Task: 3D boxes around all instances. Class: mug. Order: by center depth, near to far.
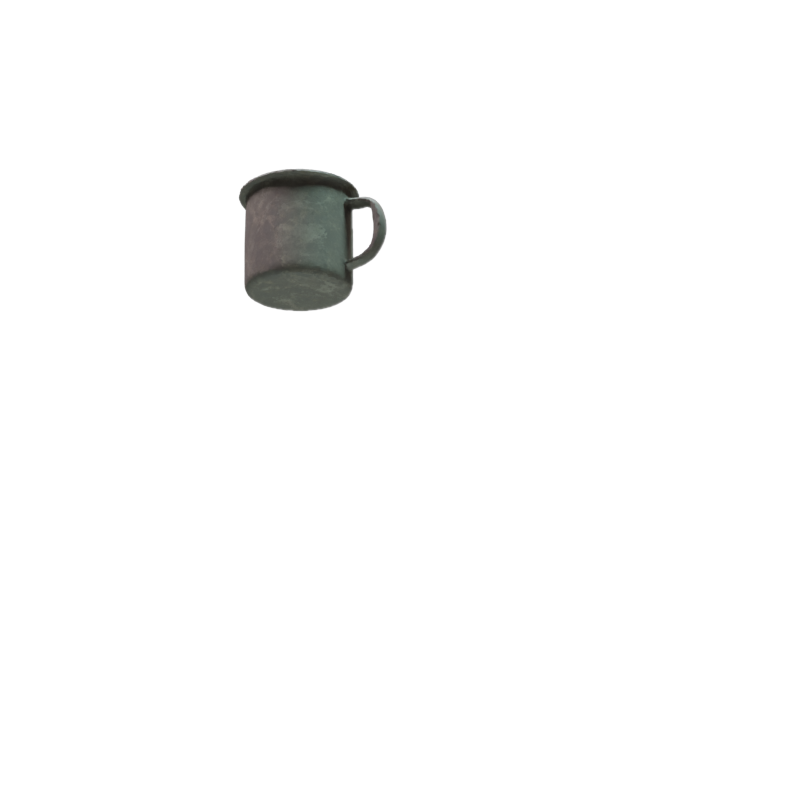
[{"bbox_3d":[-0.065,-0.119,0.835,0.119,0.086,0.087,-8,-21,19],"label":"mug"}]
